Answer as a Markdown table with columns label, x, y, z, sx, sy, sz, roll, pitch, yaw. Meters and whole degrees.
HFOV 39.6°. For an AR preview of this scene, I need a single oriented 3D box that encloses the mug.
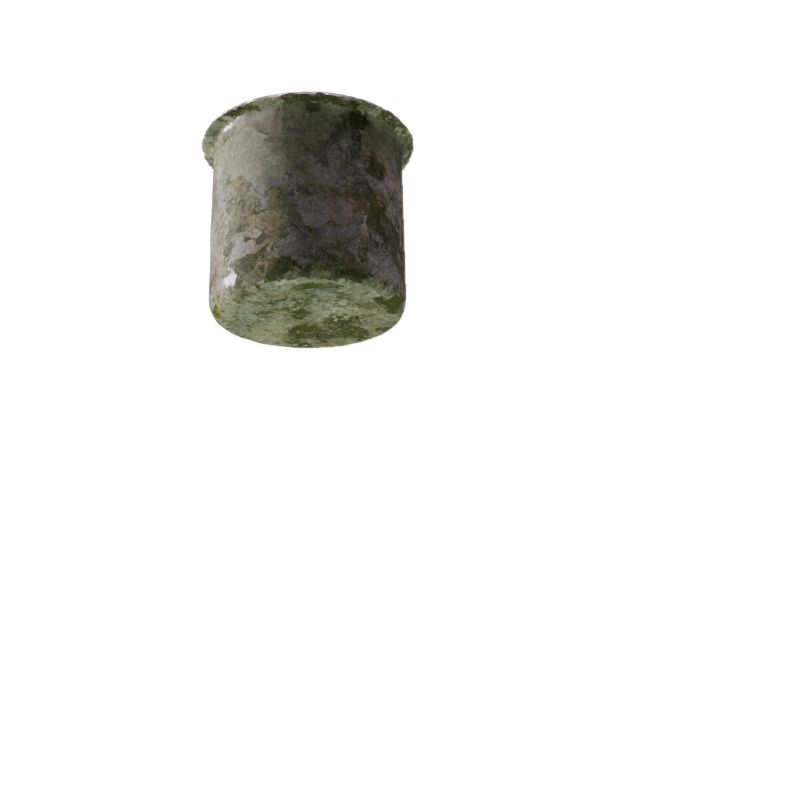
| label | x | y | z | sx | sy | sz | roll | pitch | yaw |
| --- | --- | --- | --- | --- | --- | --- | --- | --- | --- |
| mug | -0.038 | -0.069 | 0.482 | 0.094 | 0.086 | 0.110 | -4 | -20 | 8 |
